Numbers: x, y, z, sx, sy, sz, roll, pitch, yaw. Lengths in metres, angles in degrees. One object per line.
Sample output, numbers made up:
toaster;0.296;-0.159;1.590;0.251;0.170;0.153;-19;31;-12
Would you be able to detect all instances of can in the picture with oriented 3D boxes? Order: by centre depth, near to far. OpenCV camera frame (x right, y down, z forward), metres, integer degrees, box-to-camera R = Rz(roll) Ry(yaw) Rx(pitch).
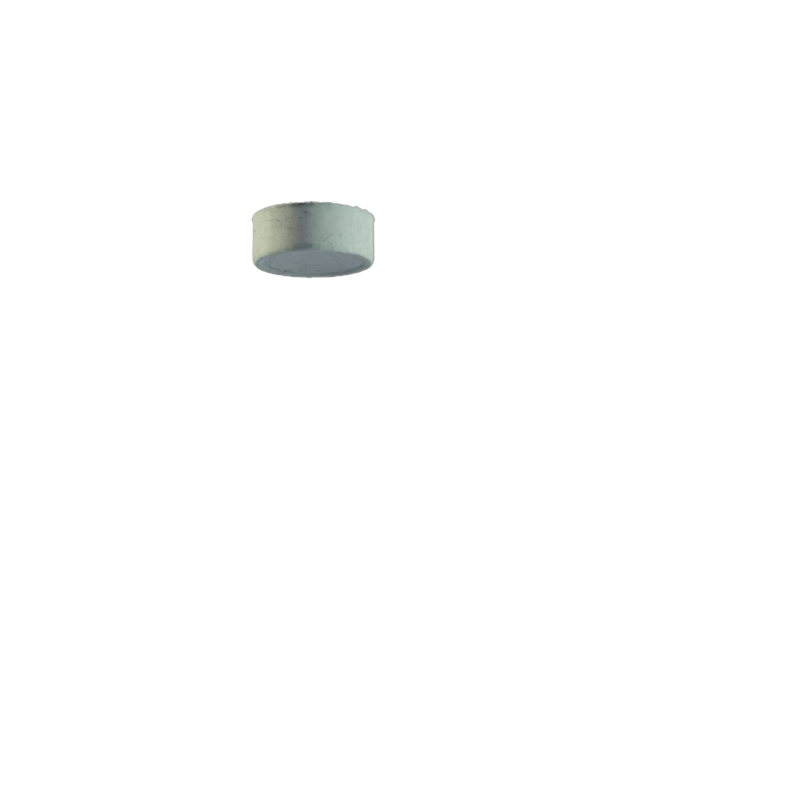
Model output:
can;-0.060;-0.110;0.768;0.086;0.034;0.084;0;-8;-2
